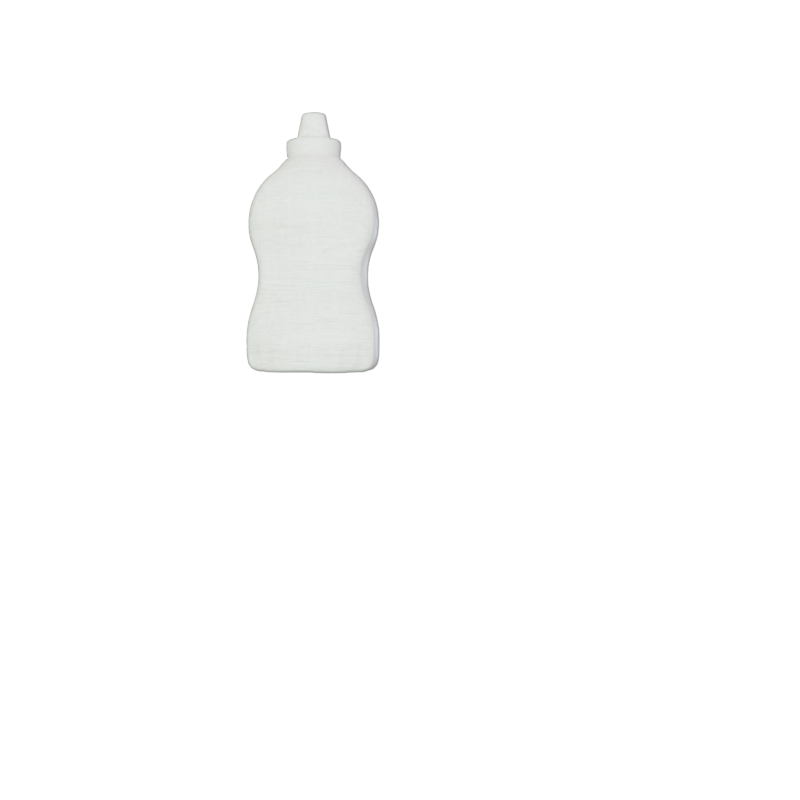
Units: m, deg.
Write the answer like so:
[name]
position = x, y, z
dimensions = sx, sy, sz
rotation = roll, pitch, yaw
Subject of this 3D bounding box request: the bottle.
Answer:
[bottle]
position = -0.064, -0.117, 0.822
dimensions = 0.097, 0.193, 0.057
rotation = -1, -3, 11
